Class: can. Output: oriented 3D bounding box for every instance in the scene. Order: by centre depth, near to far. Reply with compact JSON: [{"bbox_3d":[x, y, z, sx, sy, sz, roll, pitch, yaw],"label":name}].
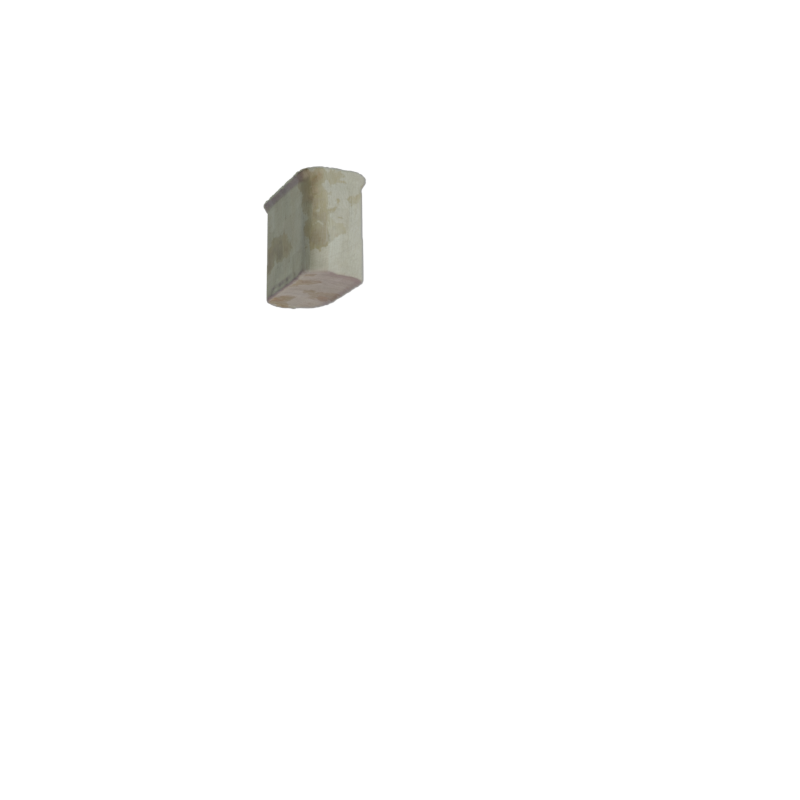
[{"bbox_3d":[-0.068,-0.124,0.865,0.055,0.087,0.101,8,-18,-26],"label":"can"}]
